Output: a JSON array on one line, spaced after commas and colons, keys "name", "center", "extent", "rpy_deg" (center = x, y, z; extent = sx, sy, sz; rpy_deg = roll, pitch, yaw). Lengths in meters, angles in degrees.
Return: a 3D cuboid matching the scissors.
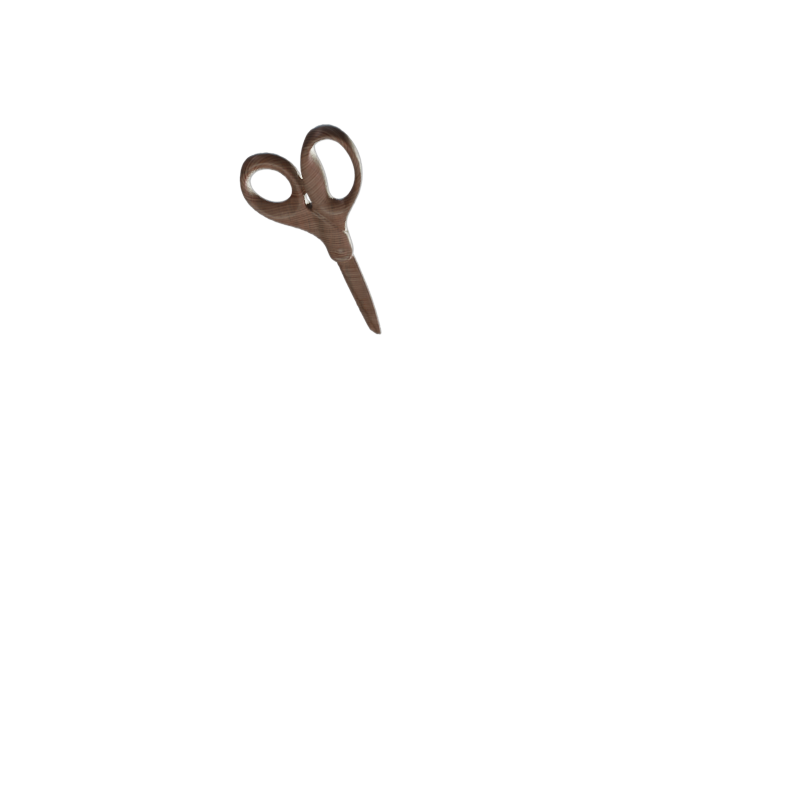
[{"name": "scissors", "center": [-0.064, -0.117, 0.822], "extent": [0.096, 0.187, 0.017], "rpy_deg": [-1, 44, 1]}]
